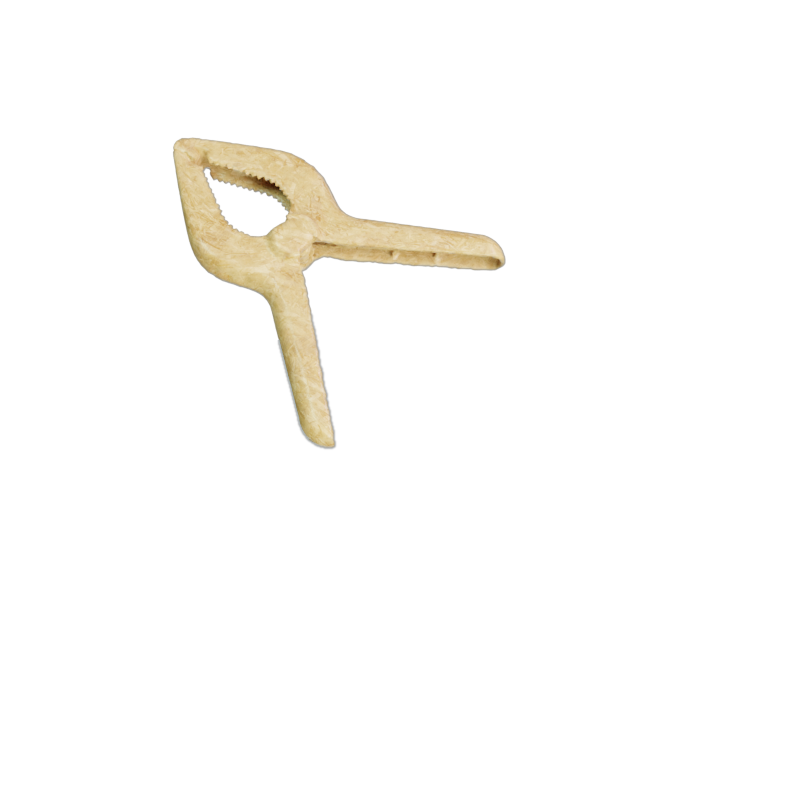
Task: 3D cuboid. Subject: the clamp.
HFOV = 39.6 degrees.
[{"bbox_3d":[-0.053,-0.096,0.675,0.166,0.221,0.034,-38,-20,-17],"label":"clamp"}]
